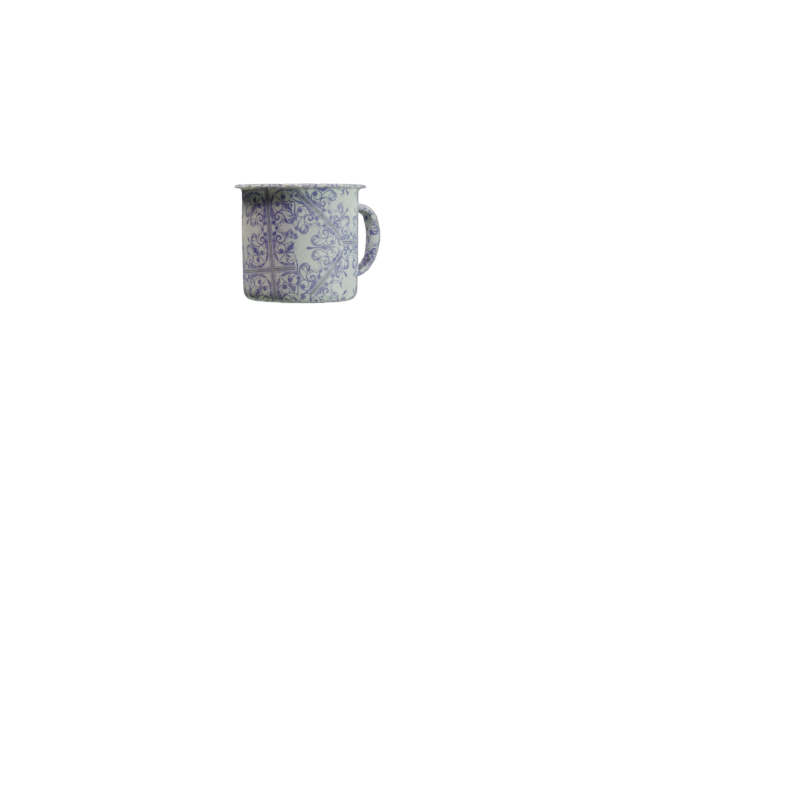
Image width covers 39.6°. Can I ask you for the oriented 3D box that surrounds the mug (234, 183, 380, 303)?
[{"bbox_3d":[-0.062,-0.113,0.793,0.113,0.081,0.097,-6,9,-41],"label":"mug"}]
